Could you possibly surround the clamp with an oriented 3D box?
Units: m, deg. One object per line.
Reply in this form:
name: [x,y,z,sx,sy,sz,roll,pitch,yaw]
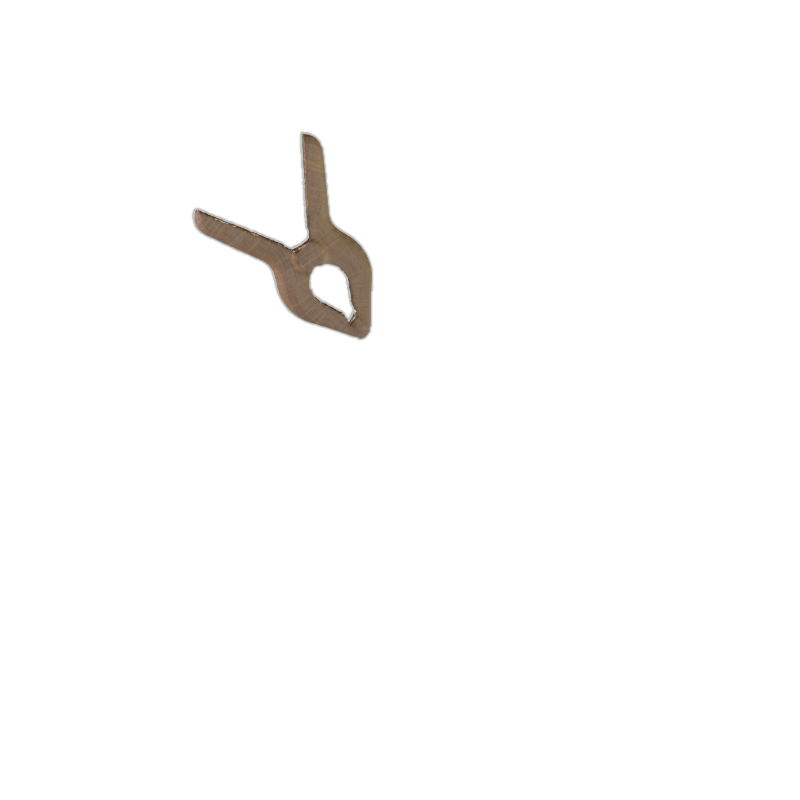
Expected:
clamp: [-0.071,-0.129,0.907,0.119,0.167,0.040,-43,10,9]
